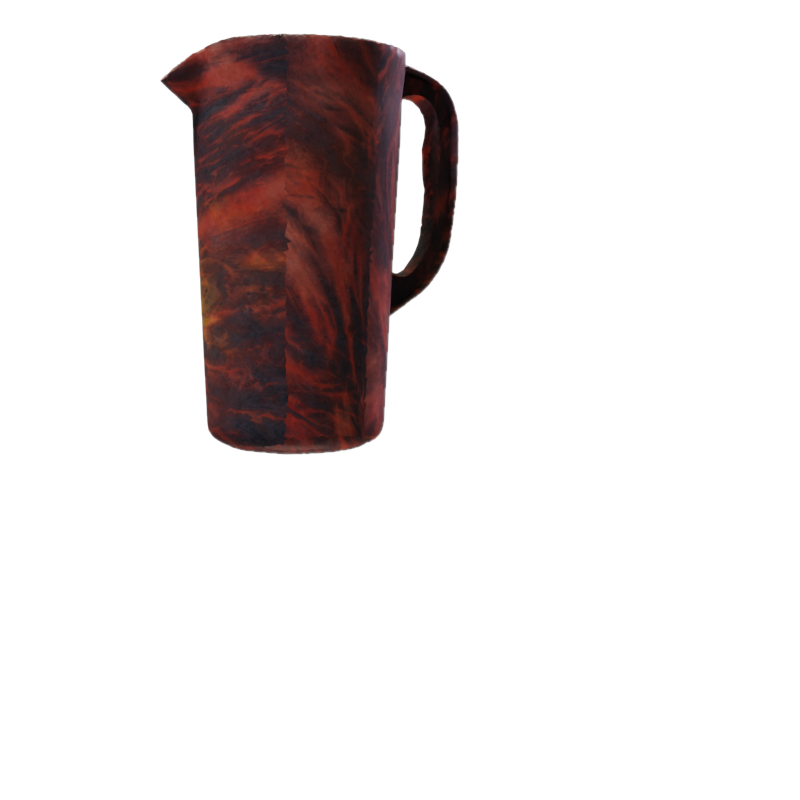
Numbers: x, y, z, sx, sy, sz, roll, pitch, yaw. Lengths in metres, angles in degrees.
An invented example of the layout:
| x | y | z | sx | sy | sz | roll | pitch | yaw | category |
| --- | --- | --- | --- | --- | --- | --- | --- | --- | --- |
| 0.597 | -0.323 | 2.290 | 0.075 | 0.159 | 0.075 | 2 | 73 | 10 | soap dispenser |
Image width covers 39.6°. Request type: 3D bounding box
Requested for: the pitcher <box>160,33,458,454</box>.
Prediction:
| x | y | z | sx | sy | sz | roll | pitch | yaw | category |
| --- | --- | --- | --- | --- | --- | --- | --- | --- | --- |
| -0.053 | -0.097 | 0.680 | 0.153 | 0.242 | 0.141 | 1 | 2 | 22 | pitcher |
